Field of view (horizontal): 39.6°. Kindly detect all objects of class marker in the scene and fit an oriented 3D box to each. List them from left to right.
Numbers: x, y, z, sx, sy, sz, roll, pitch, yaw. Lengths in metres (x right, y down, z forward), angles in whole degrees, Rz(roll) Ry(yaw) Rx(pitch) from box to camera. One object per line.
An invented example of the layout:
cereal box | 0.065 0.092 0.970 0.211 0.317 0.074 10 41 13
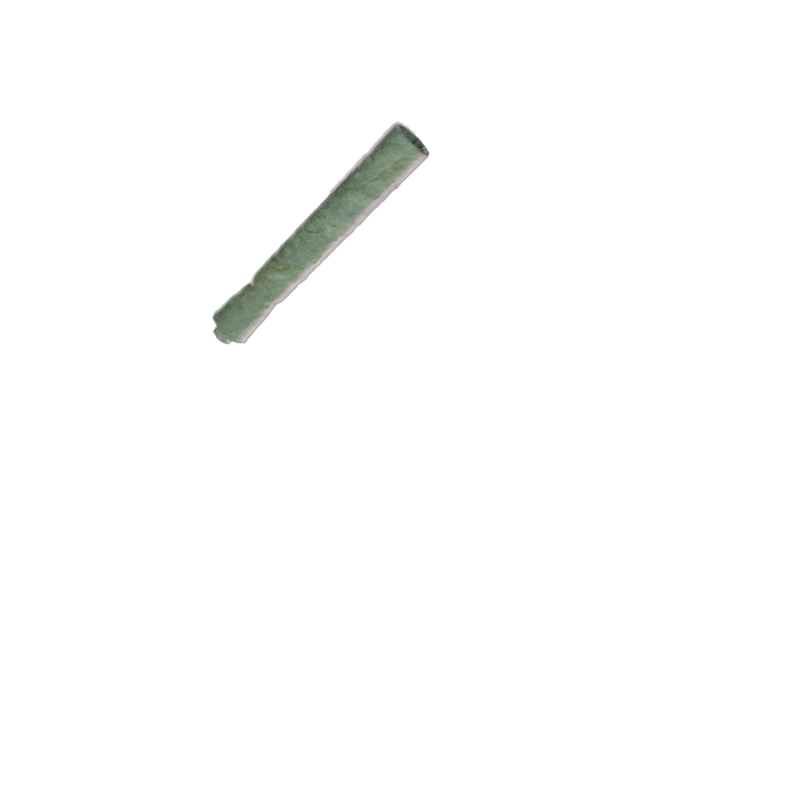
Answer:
marker | -0.036 -0.066 0.461 0.119 0.021 0.019 -43 -13 19
